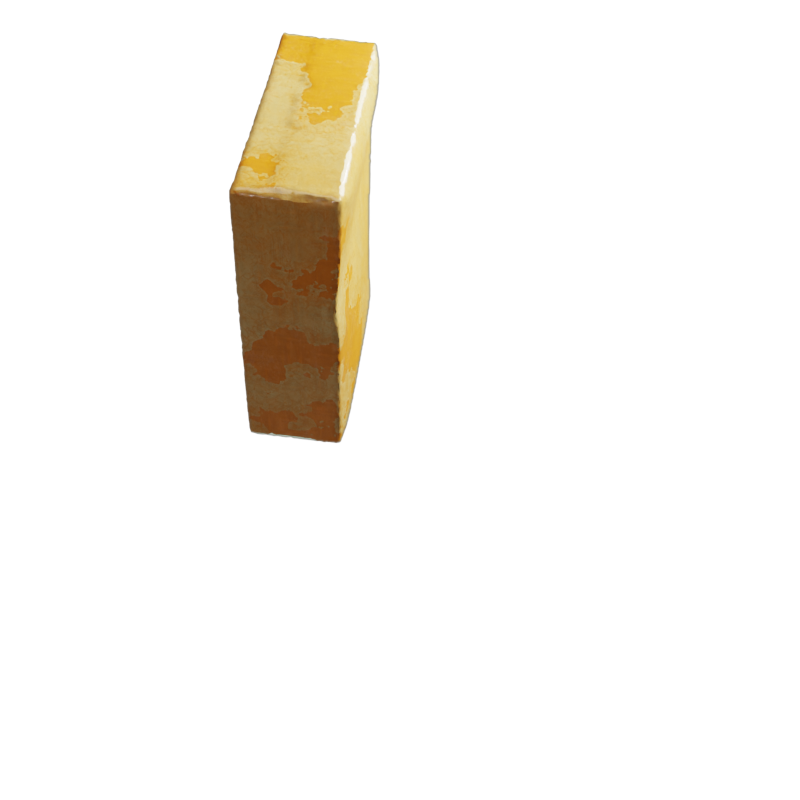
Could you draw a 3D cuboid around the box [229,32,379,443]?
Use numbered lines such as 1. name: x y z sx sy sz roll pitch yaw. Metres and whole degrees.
1. box: -0.057 -0.103 0.722 0.072 0.175 0.199 6 -43 2
